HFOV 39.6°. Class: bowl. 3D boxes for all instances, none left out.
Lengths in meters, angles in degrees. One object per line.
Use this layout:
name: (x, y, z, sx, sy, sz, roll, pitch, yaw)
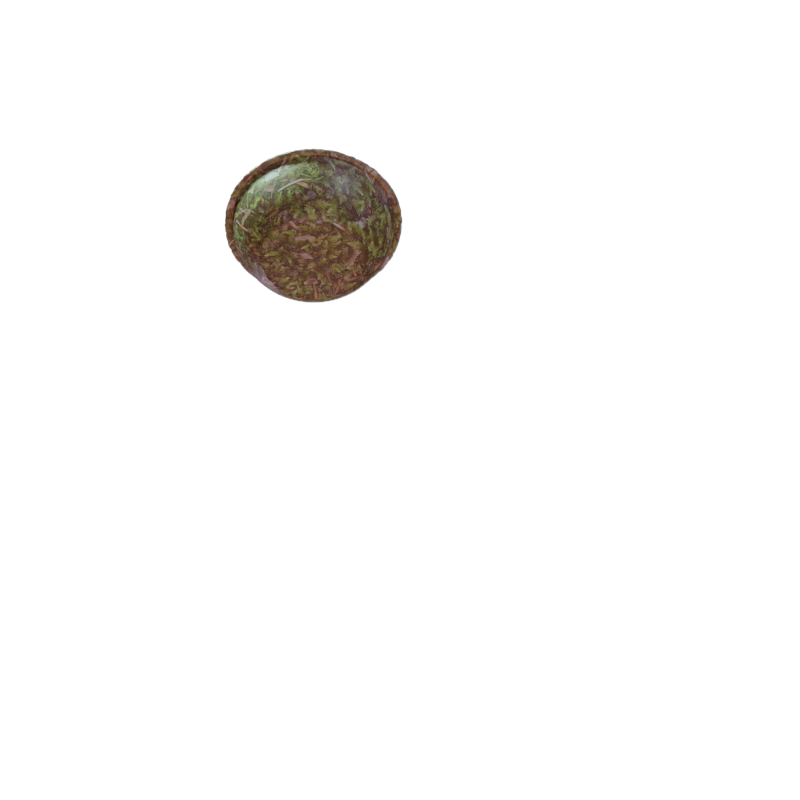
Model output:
bowl: (-0.077, -0.141, 0.987, 0.162, 0.151, 0.059, 1, 38, -1)
